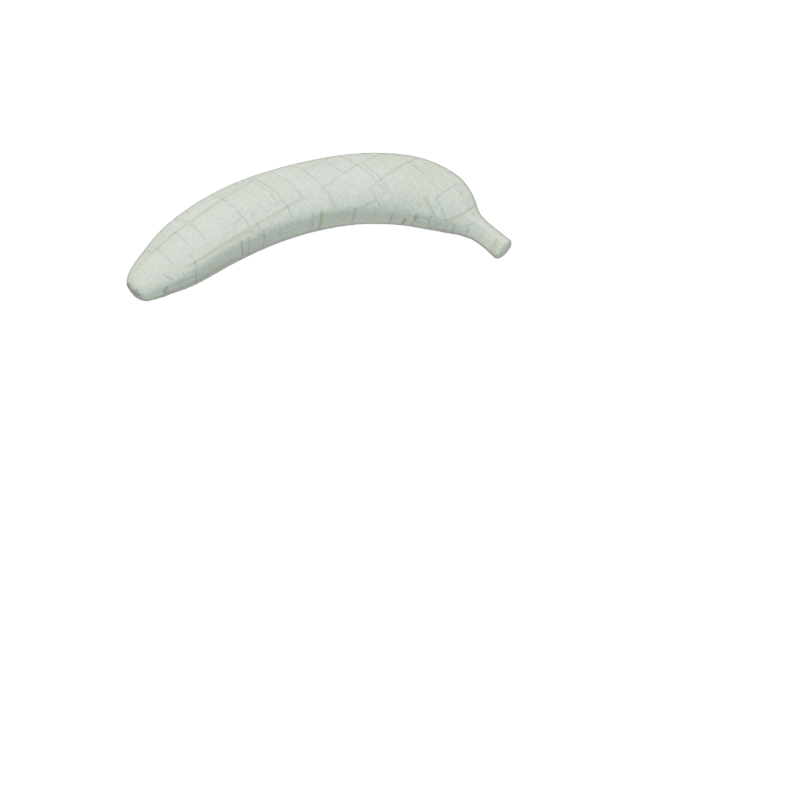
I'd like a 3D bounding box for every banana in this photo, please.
[{"bbox_3d":[-0.045,-0.095,0.574,0.196,0.075,0.034,-9,-41,-9],"label":"banana"}]
